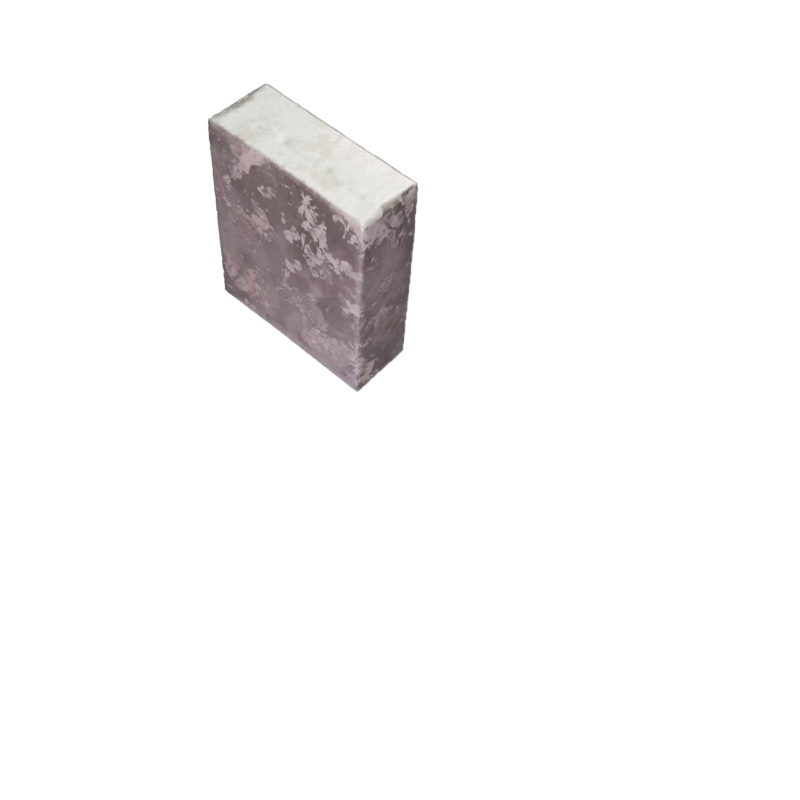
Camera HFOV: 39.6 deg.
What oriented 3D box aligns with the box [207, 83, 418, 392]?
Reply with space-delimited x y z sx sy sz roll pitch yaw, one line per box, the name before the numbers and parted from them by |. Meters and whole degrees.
box | -0.071 -0.129 0.902 0.174 0.200 0.073 38 60 23
